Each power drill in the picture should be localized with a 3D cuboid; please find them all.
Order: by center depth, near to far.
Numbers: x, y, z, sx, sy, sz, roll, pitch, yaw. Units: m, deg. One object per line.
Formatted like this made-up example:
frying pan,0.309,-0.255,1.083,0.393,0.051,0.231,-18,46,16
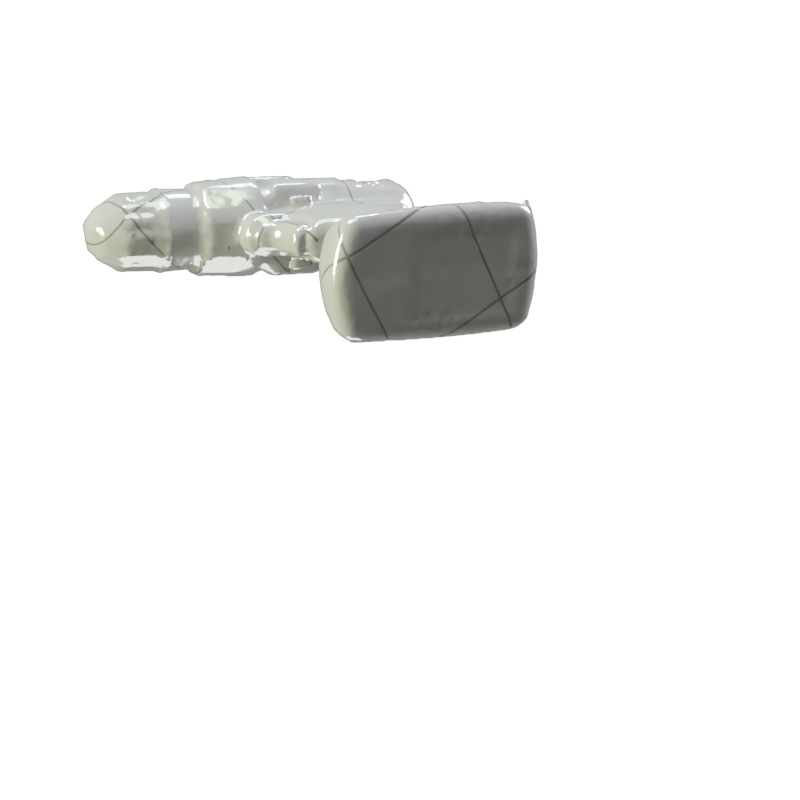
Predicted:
power drill,-0.042,-0.076,0.531,0.180,0.055,0.199,-9,20,-27
